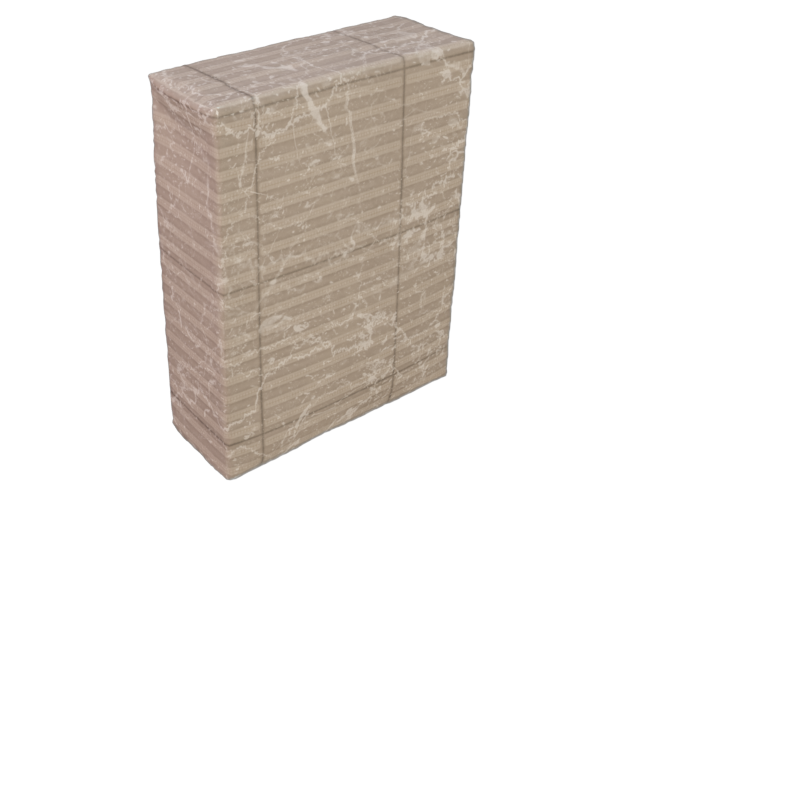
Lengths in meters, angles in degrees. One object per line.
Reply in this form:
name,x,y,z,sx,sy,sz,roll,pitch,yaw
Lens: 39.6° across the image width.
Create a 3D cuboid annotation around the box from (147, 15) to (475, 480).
box,-0.047,-0.086,0.602,0.163,0.201,0.077,-23,39,-34
